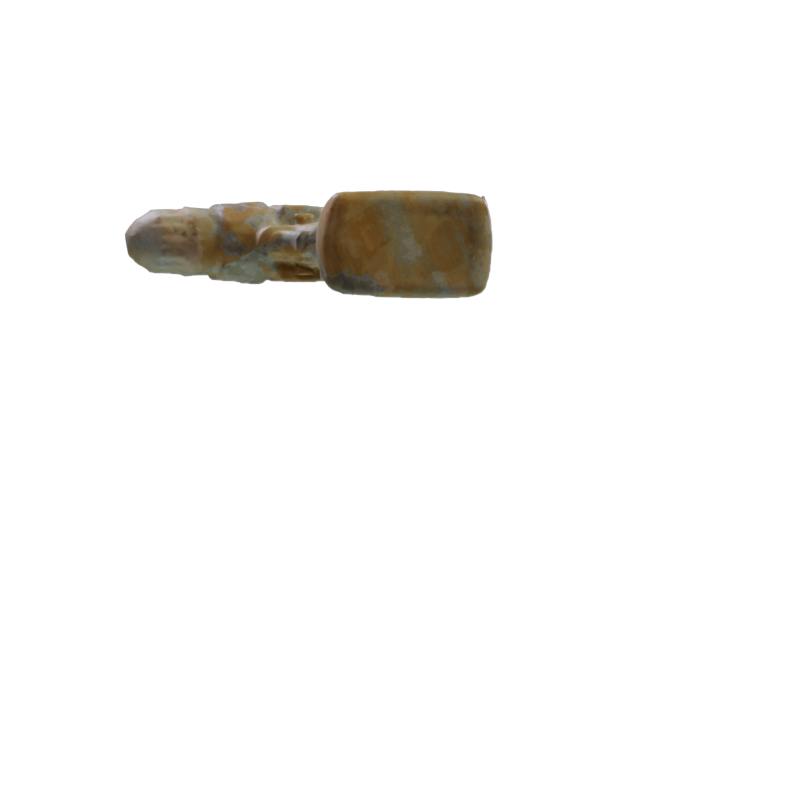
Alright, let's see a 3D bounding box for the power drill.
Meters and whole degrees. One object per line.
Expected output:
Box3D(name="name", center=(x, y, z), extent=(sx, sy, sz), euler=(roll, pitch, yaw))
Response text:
Box3D(name="power drill", center=(-0.051, -0.093, 0.650), extent=(0.179, 0.057, 0.196), euler=(-5, 10, -28))
